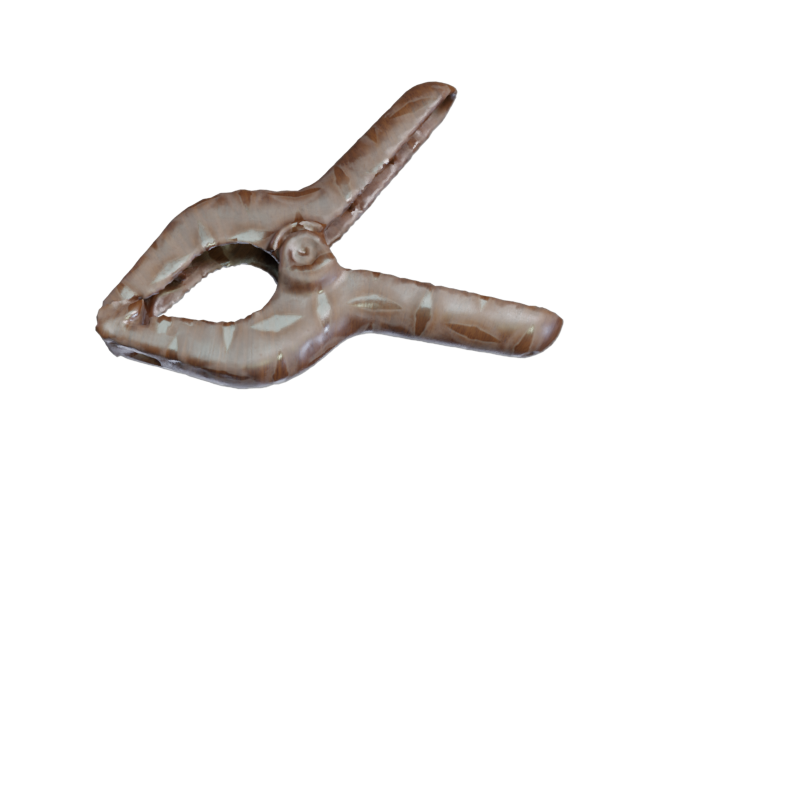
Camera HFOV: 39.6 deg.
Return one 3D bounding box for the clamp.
[{"bbox_3d":[-0.034,-0.062,0.431,0.170,0.128,0.037,-10,-28,-5],"label":"clamp"}]
